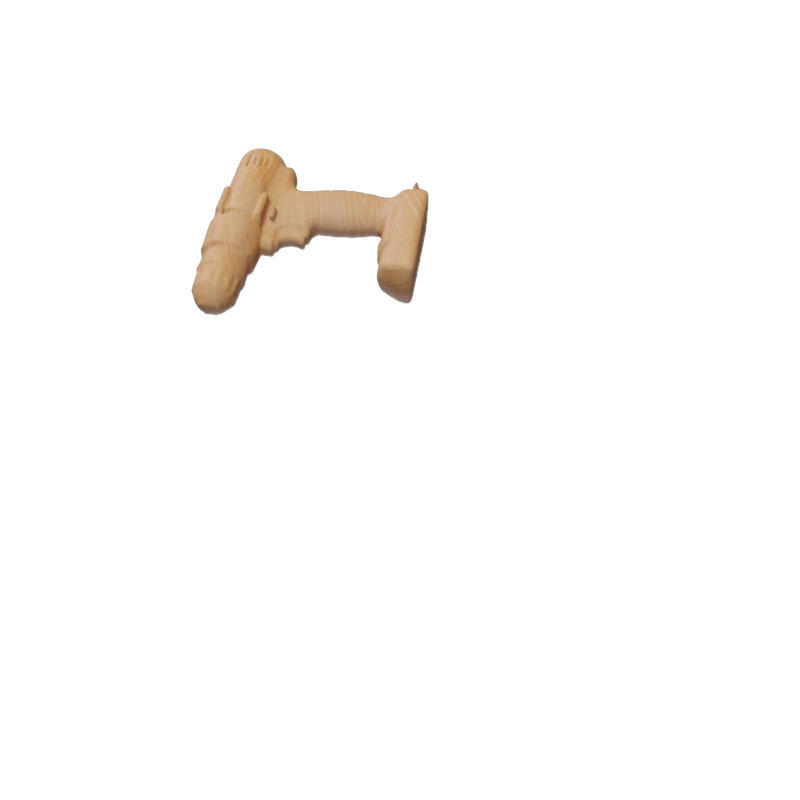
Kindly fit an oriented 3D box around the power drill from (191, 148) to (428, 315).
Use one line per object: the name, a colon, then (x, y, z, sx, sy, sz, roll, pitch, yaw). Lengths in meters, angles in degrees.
power drill: (-0.076, -0.138, 0.967, 0.190, 0.195, 0.053, 10, -36, 7)
